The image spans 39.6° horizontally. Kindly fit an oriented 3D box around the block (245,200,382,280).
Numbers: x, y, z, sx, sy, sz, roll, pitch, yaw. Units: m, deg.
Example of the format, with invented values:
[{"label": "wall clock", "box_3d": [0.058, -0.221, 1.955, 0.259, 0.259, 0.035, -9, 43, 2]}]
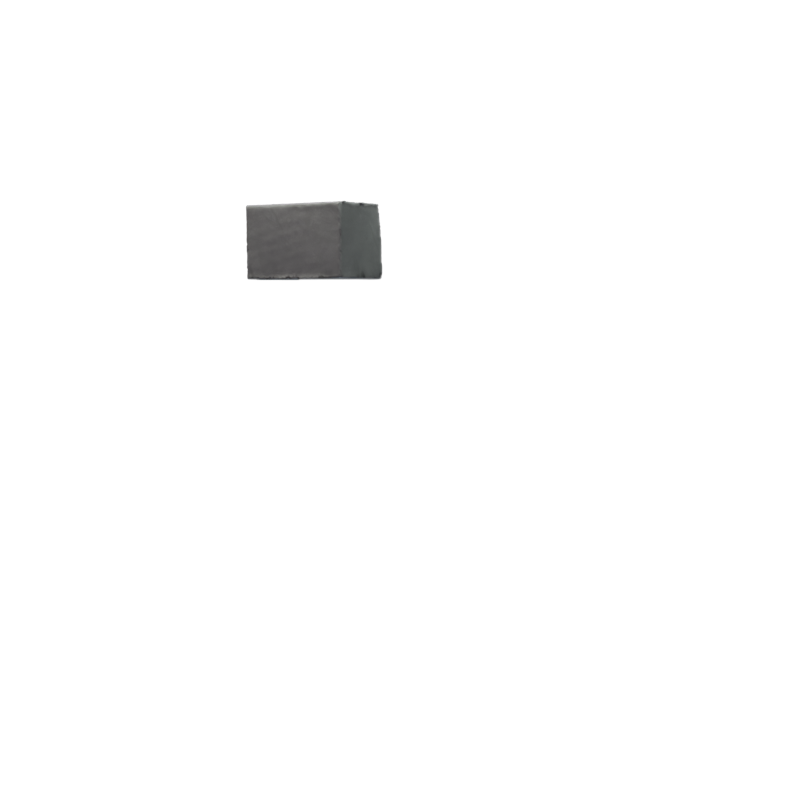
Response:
[{"label": "block", "box_3d": [-0.058, -0.106, 0.745, 0.081, 0.051, 0.051, 2, 3, 31]}]
